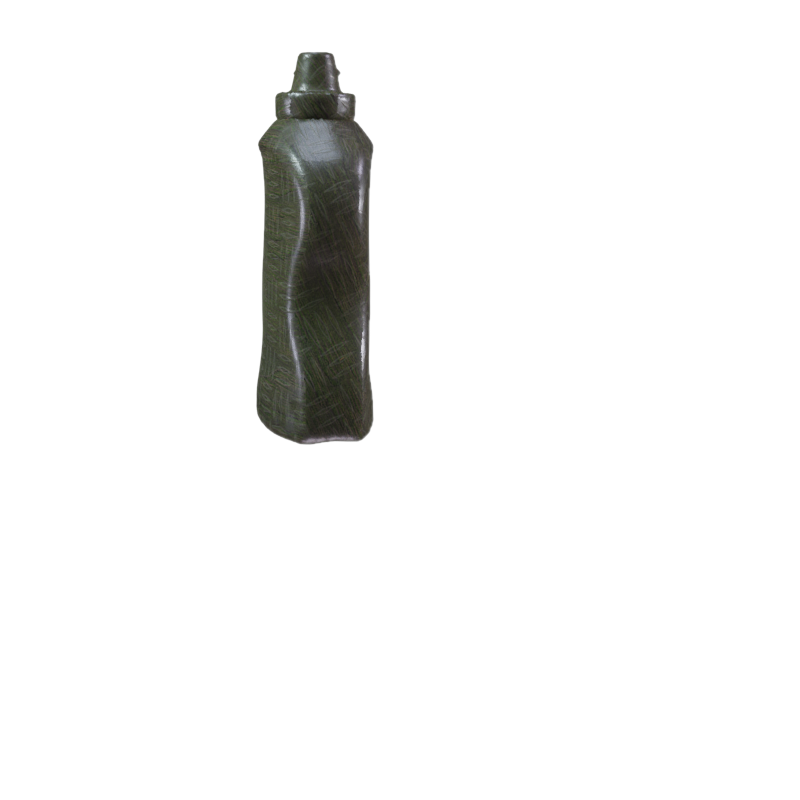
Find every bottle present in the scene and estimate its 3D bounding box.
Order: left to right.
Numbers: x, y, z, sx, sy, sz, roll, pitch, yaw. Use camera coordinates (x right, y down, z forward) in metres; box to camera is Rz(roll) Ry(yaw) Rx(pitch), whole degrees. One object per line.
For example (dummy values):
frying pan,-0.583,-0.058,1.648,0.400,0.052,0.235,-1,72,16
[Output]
bottle,-0.044,-0.081,0.570,0.057,0.189,0.099,-1,7,-14
